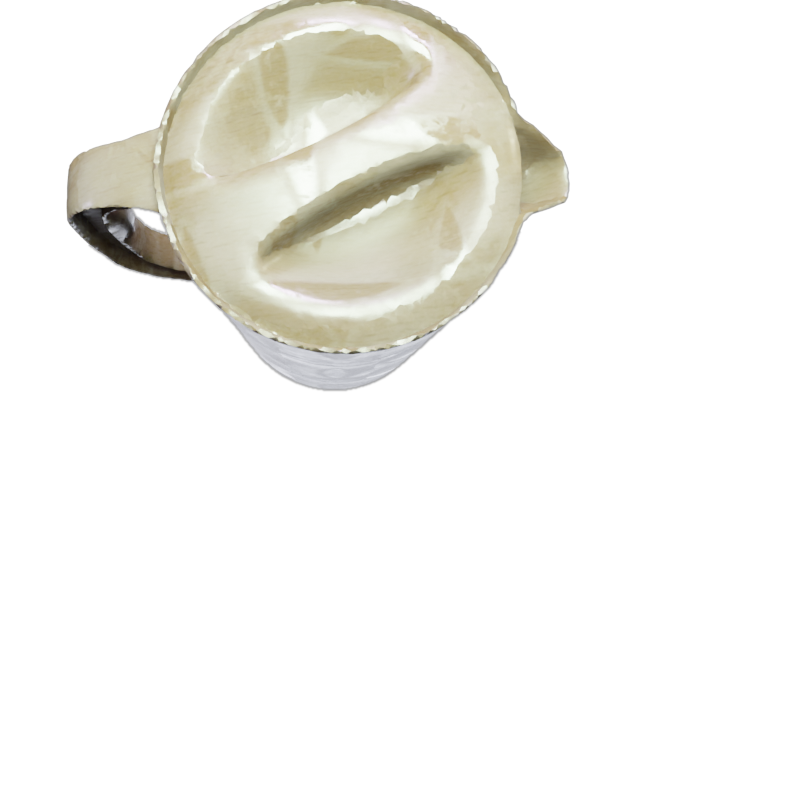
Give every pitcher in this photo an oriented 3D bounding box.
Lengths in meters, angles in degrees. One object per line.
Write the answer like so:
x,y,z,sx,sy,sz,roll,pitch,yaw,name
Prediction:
-0.039,-0.071,0.499,0.152,0.146,0.237,43,-8,4,pitcher
